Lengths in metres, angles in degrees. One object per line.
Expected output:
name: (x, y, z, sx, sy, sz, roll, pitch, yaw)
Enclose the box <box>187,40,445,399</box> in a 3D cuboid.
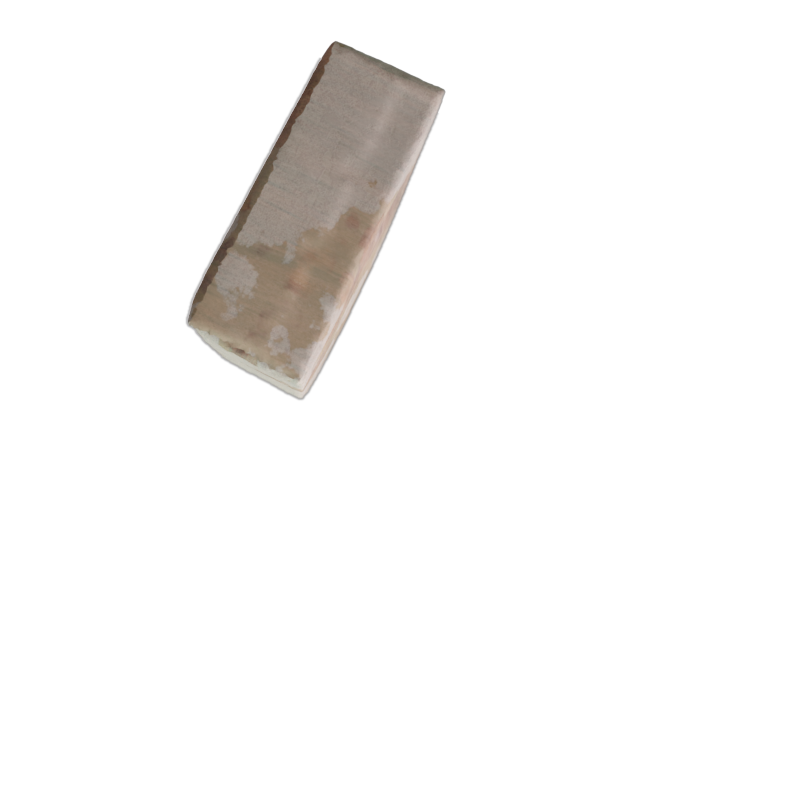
box: (-0.050, -0.091, 0.638, 0.072, 0.166, 0.211, 26, -6, -2)
